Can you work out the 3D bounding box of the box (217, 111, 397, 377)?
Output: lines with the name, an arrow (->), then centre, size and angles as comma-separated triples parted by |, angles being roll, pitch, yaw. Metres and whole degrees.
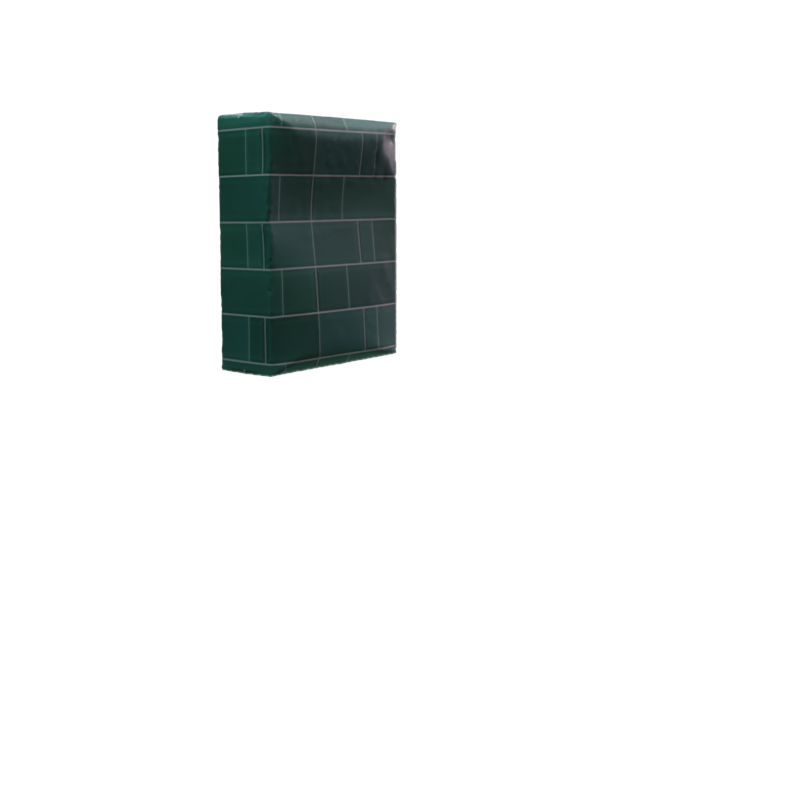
box -> -0.075, -0.136, 0.956 | 0.075, 0.212, 0.159 | 3, 6, 41
